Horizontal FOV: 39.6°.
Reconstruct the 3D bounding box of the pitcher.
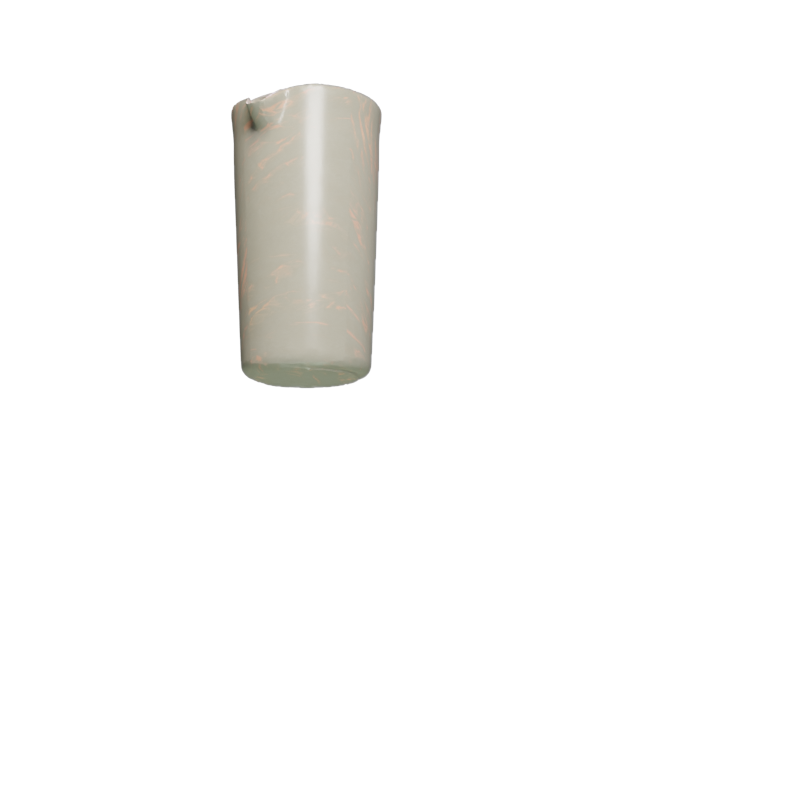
[{"bbox_3d":[-0.075,-0.137,0.957,0.146,0.252,0.143,4,-15,-17],"label":"pitcher"}]
